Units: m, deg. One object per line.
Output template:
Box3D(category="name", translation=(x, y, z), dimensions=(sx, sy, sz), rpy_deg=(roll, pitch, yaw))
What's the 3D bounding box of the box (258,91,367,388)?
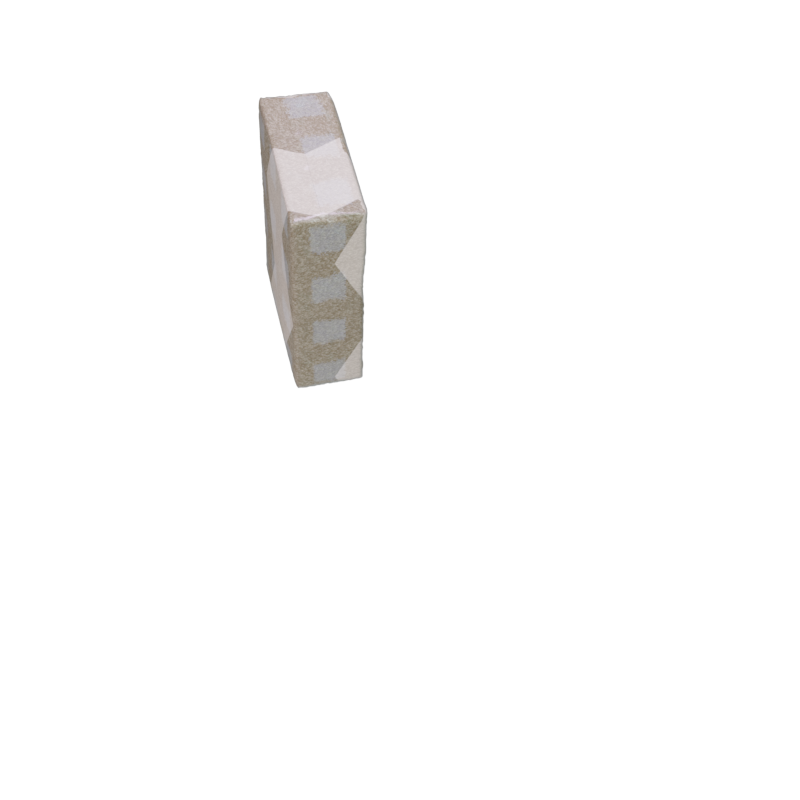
Box3D(category="box", translation=(-0.078, -0.141, 0.991), dimensions=(0.071, 0.177, 0.199), rpy_deg=(-8, -39, -11))
